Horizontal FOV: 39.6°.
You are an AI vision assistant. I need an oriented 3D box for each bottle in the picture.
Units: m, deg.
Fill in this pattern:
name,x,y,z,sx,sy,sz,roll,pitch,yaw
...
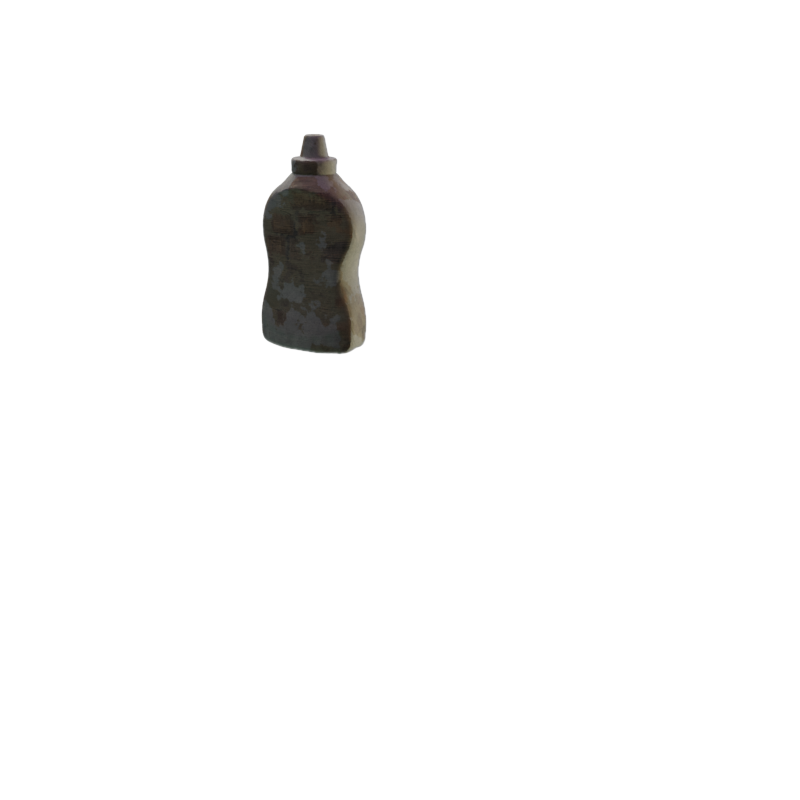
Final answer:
name,x,y,z,sx,sy,sz,roll,pitch,yaw
bottle,-0.078,-0.142,0.995,0.100,0.186,0.057,8,14,30
